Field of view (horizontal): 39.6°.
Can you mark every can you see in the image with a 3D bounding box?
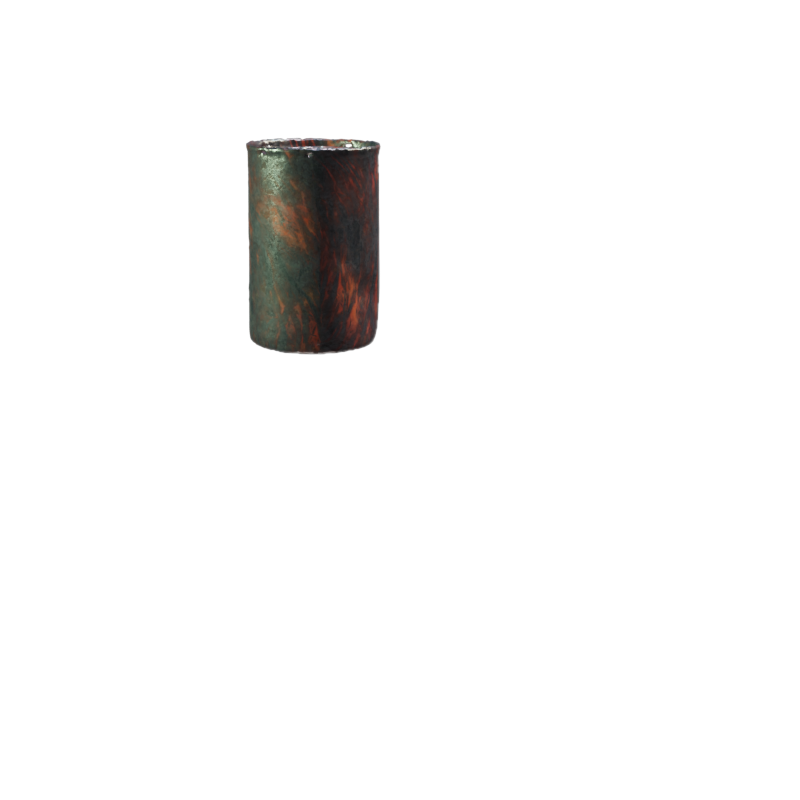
[{"bbox_3d":[-0.045,-0.081,0.569,0.068,0.100,0.071,0,13,-2],"label":"can"}]
